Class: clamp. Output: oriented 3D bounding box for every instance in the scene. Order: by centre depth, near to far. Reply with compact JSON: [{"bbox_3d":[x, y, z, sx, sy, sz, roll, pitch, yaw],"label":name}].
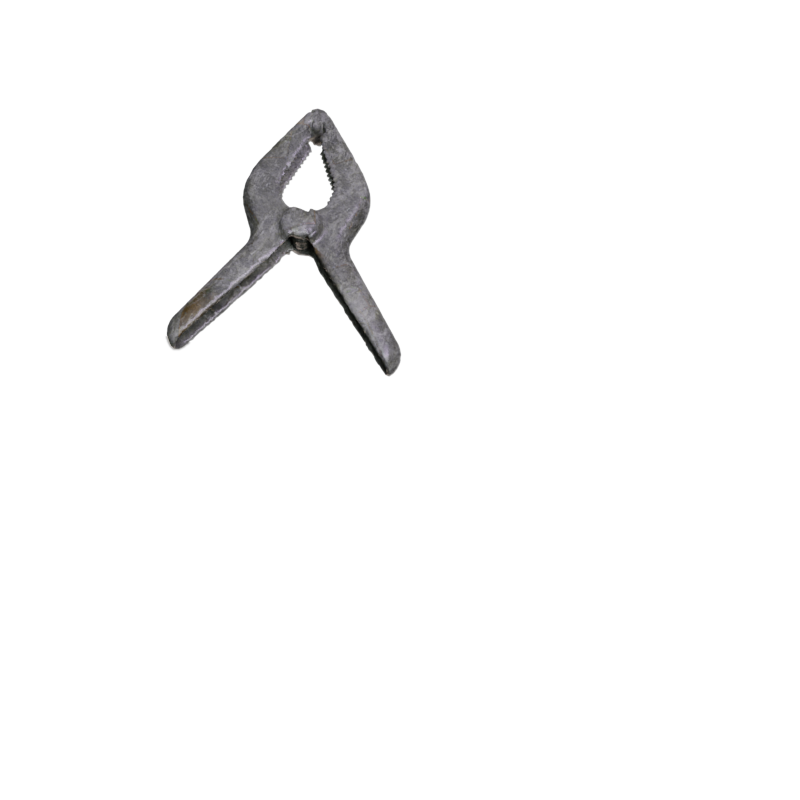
[{"bbox_3d":[-0.064,-0.116,0.813,0.166,0.219,0.034,12,-24,5],"label":"clamp"}]
